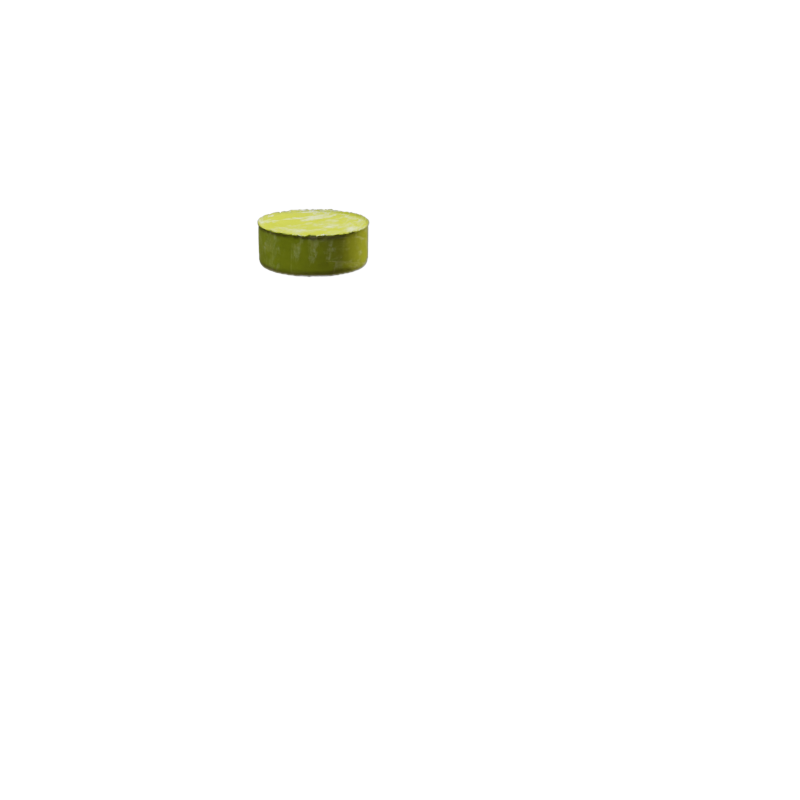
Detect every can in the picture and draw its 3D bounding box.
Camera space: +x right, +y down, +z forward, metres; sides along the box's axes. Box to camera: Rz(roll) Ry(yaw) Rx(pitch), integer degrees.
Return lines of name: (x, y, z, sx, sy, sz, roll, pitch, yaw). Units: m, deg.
can: (-0.067, -0.122, 0.853, 0.086, 0.032, 0.090, -1, 21, -2)
